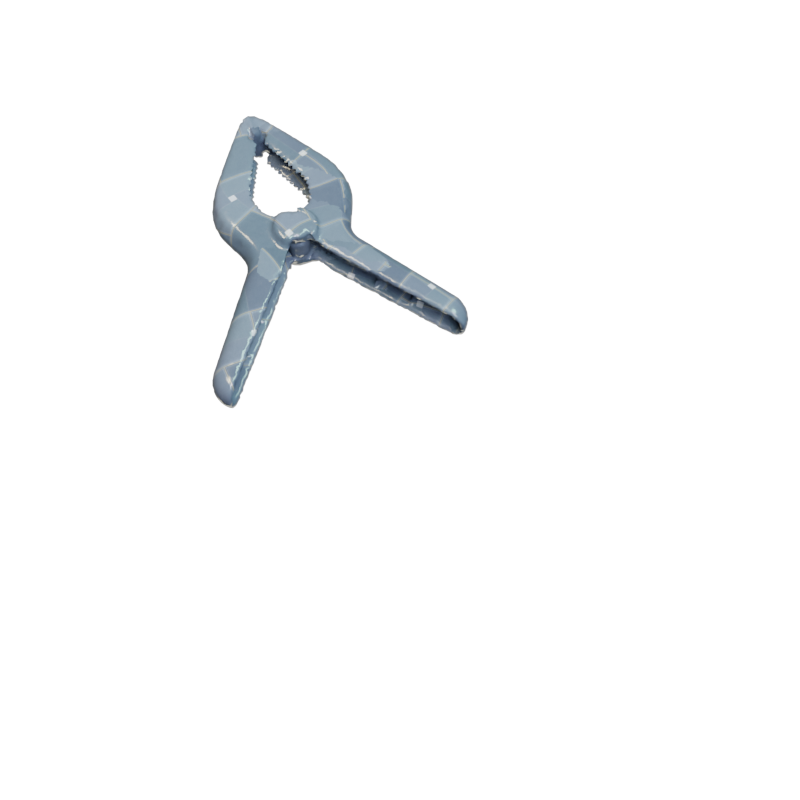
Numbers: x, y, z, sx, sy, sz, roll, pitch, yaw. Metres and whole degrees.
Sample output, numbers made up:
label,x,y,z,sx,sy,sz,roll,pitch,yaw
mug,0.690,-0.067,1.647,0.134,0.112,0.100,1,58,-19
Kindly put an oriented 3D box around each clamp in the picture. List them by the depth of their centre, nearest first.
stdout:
label,x,y,z,sx,sy,sz,roll,pitch,yaw
clamp,-0.057,-0.104,0.731,0.163,0.225,0.034,-12,-31,-7
